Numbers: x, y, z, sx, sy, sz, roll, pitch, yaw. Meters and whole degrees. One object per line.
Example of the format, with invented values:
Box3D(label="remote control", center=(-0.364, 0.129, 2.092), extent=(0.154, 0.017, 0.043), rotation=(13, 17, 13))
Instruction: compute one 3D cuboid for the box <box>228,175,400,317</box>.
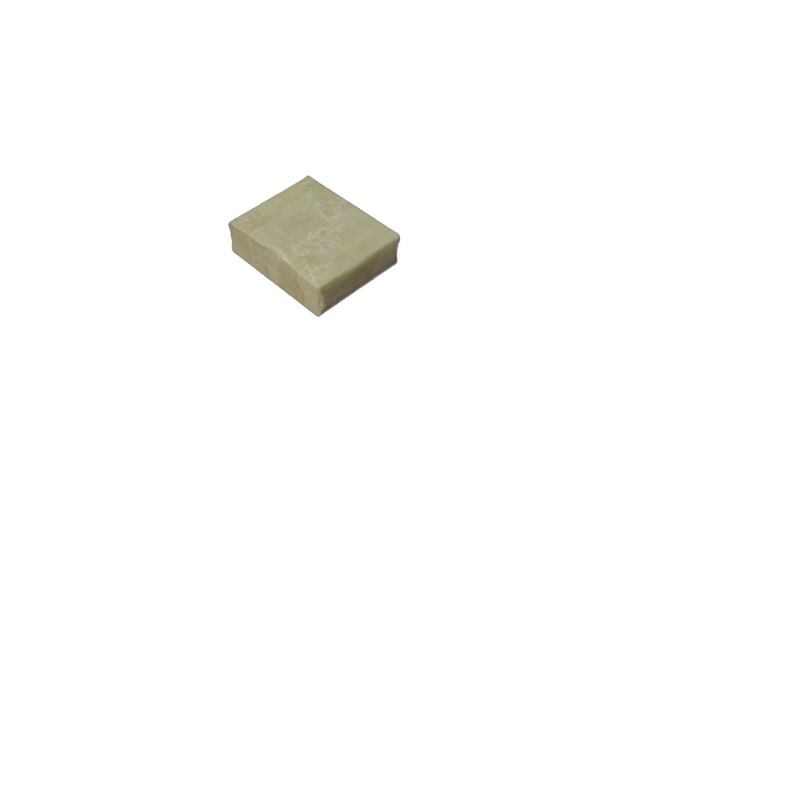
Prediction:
Box3D(label="box", center=(-0.057, -0.104, 0.727), extent=(0.073, 0.028, 0.095), rotation=(-35, 56, -29))
